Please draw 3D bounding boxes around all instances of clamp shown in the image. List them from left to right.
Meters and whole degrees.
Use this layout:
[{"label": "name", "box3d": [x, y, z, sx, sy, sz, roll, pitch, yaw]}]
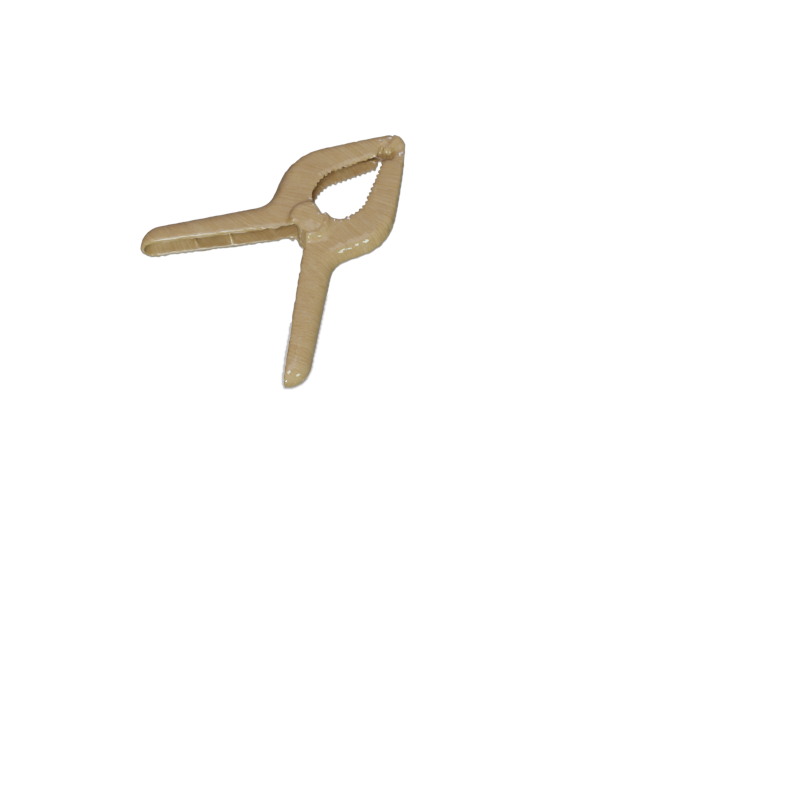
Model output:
[{"label": "clamp", "box3d": [-0.065, -0.118, 0.828, 0.211, 0.173, 0.034, -37, -20, -16]}]
